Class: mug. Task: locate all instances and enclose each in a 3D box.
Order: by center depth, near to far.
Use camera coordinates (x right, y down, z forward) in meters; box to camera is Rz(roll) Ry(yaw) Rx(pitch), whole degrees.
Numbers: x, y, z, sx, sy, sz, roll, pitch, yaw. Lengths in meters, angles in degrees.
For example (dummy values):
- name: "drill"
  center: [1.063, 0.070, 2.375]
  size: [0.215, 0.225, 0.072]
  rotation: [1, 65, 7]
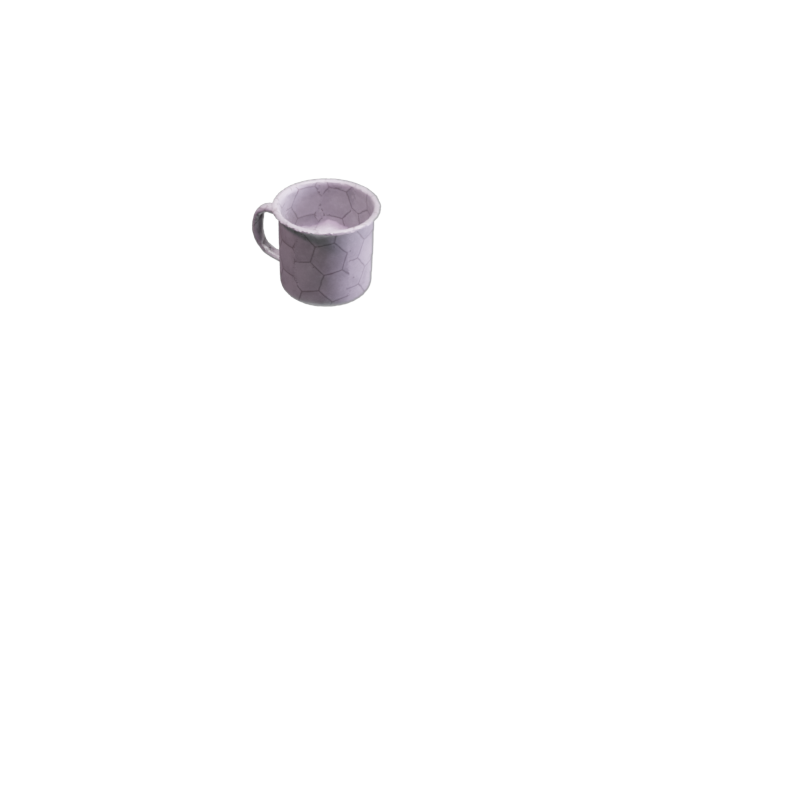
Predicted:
- name: "mug"
  center: [-0.076, -0.138, 0.967]
  size: [0.121, 0.076, 0.097]
  rotation: [13, 39, 16]
